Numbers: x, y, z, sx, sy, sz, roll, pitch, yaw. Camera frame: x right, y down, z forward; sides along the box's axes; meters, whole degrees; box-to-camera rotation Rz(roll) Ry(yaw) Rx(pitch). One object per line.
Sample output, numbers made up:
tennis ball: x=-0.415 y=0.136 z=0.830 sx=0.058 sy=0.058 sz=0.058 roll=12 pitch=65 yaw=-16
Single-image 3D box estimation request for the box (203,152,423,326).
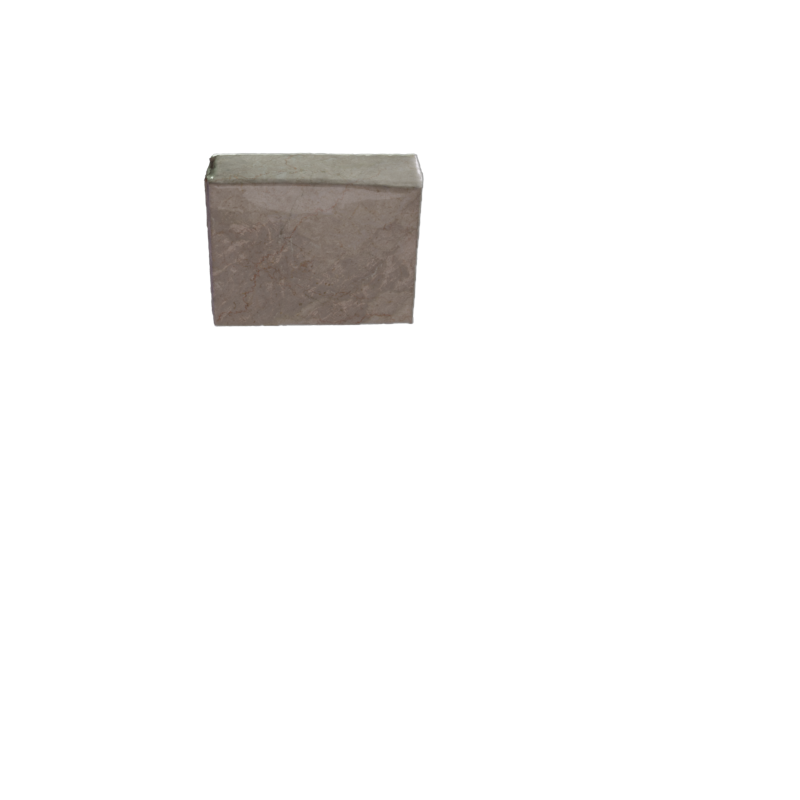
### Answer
box: x=-0.047 y=-0.085 z=0.596 sx=0.113 sy=0.084 sz=0.041 roll=1 pitch=34 yaw=-1
